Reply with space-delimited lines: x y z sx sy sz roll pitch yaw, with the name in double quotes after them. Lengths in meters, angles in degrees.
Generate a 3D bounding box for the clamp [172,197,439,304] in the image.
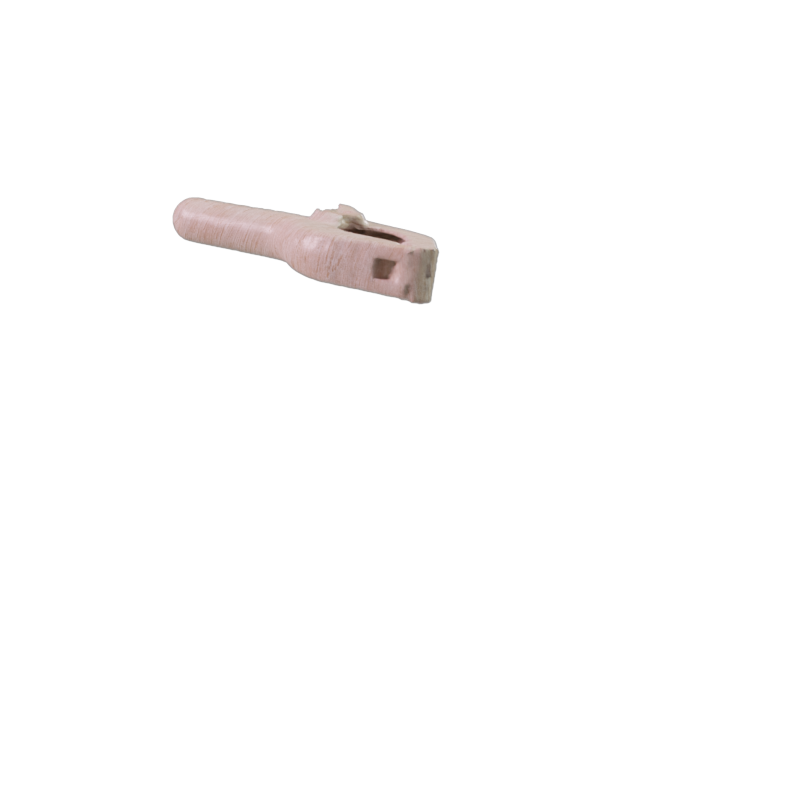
-0.046 -0.083 0.583 0.117 0.038 0.181 -7 17 -24 "clamp"
